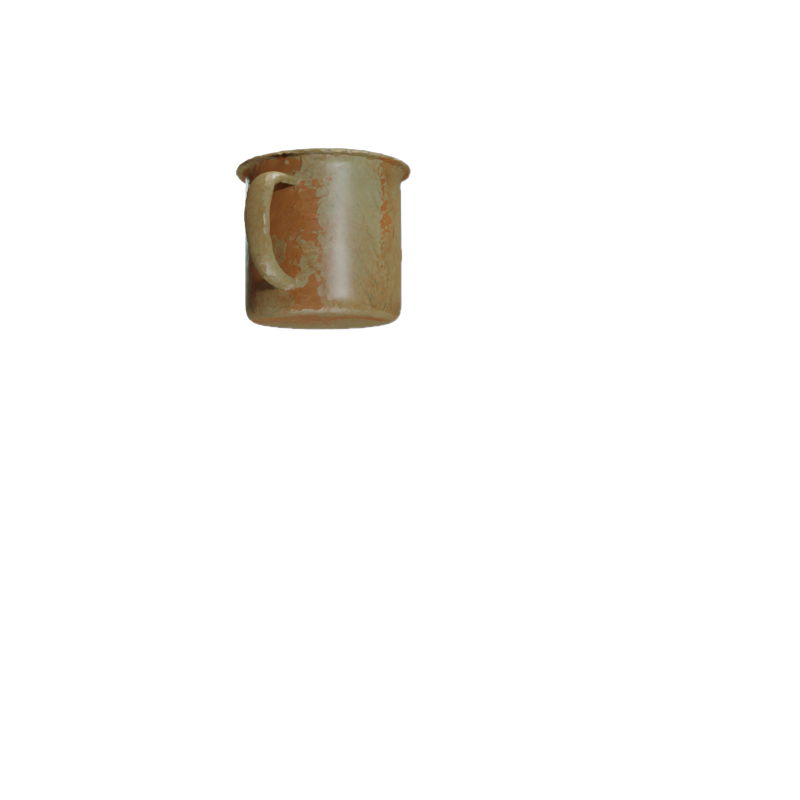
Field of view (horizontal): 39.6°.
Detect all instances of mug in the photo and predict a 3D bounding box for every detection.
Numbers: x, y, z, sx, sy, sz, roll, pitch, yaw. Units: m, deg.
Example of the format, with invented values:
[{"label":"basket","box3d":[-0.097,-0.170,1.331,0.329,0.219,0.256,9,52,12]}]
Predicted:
[{"label":"mug","box3d":[-0.045,-0.082,0.573,0.095,0.083,0.112,-3,-6,23]}]
